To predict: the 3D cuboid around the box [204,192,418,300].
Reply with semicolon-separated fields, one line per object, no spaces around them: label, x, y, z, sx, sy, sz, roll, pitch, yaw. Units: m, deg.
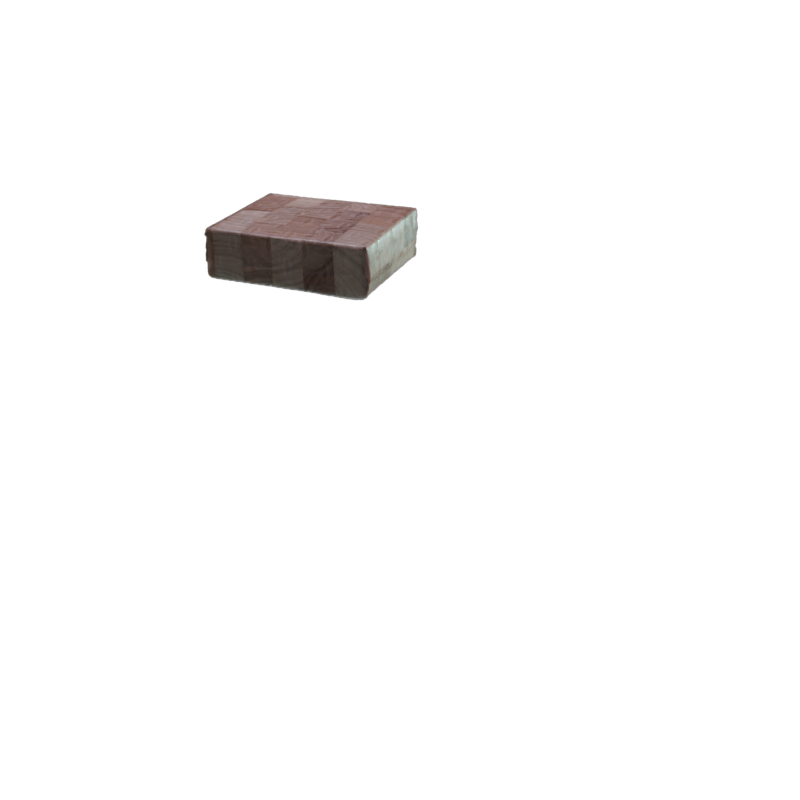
box;-0.056;-0.102;0.716;0.118;0.037;0.091;11;28;21
